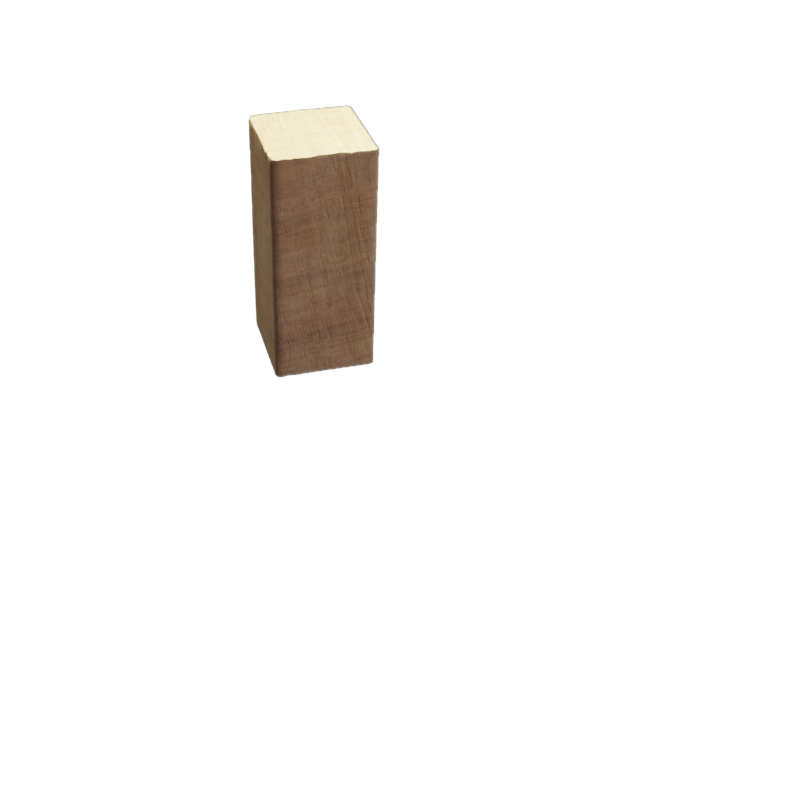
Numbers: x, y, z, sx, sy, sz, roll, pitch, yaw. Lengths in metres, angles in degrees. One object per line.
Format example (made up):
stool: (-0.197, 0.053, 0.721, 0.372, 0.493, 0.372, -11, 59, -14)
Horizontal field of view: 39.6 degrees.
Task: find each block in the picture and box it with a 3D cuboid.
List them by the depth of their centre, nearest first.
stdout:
block: (-0.074, -0.134, 0.938, 0.089, 0.193, 0.098, -7, 35, -14)
